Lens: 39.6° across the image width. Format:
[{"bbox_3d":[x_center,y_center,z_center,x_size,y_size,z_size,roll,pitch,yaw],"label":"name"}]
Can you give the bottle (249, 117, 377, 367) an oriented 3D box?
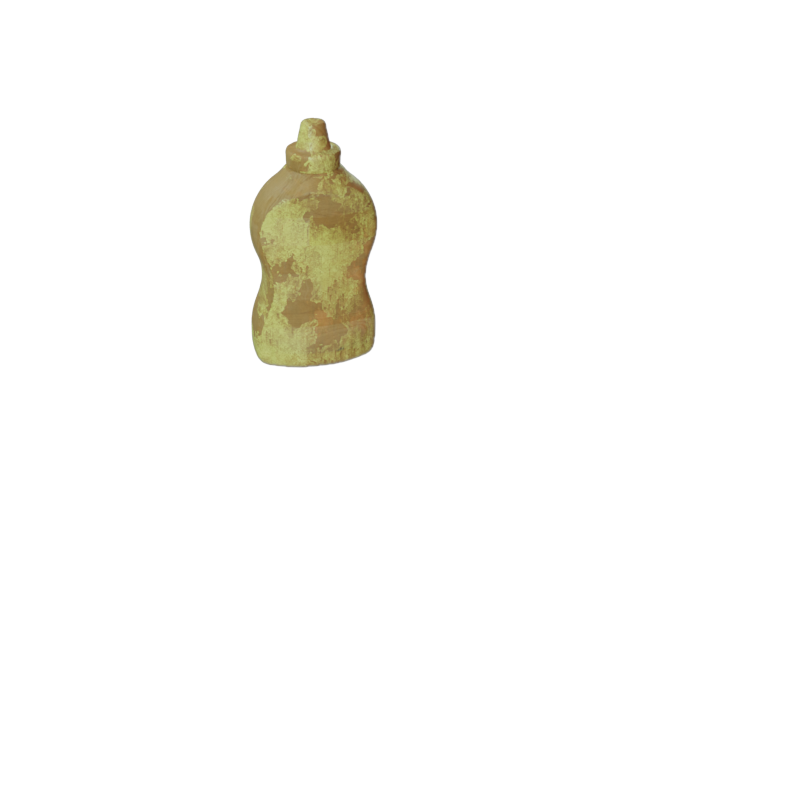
[{"bbox_3d":[-0.066,-0.121,0.843,0.095,0.181,0.062,-4,27,-11],"label":"bottle"}]
